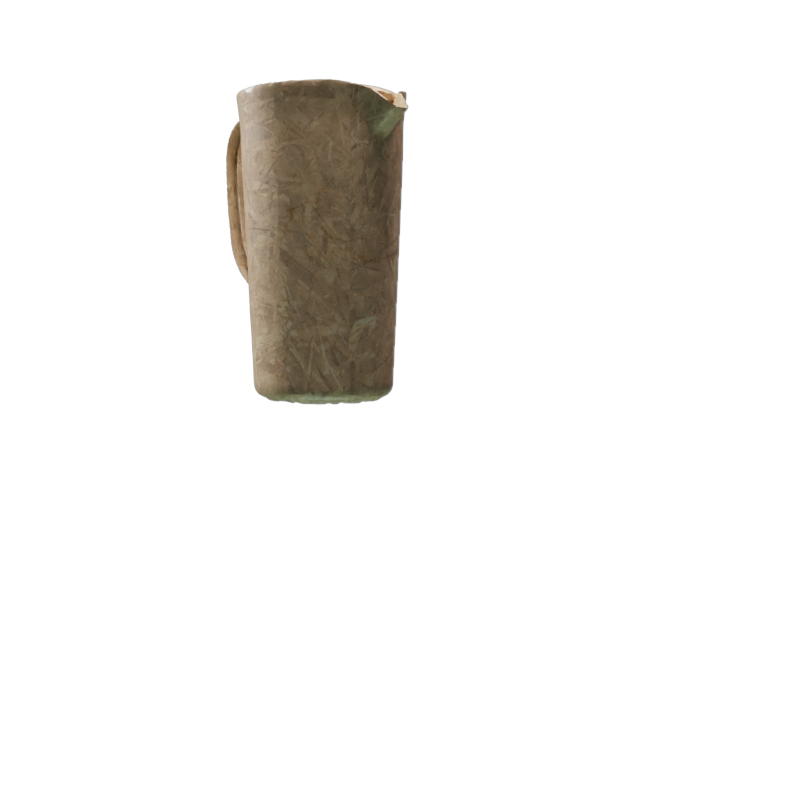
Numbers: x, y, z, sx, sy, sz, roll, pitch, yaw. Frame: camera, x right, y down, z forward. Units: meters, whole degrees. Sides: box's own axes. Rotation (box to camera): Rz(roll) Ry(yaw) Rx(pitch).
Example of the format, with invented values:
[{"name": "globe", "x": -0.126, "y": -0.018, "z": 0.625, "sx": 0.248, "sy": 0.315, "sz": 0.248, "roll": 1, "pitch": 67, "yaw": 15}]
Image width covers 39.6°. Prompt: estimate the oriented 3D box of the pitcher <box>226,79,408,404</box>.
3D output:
[{"name": "pitcher", "x": -0.068, "y": -0.124, "z": 0.869, "sx": 0.144, "sy": 0.244, "sz": 0.149, "roll": 0, "pitch": 0, "yaw": -3}]
